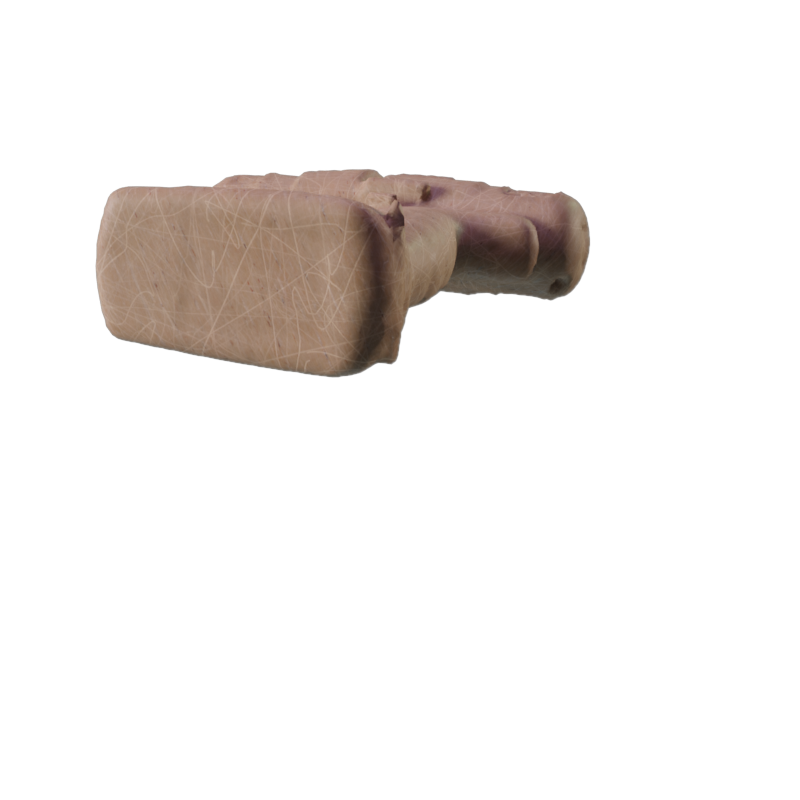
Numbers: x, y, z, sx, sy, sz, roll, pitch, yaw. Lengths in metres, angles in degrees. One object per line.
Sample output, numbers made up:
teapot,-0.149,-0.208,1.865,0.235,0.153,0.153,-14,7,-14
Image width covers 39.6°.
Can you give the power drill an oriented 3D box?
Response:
power drill,-0.034,-0.062,0.436,0.191,0.056,0.186,7,16,23
